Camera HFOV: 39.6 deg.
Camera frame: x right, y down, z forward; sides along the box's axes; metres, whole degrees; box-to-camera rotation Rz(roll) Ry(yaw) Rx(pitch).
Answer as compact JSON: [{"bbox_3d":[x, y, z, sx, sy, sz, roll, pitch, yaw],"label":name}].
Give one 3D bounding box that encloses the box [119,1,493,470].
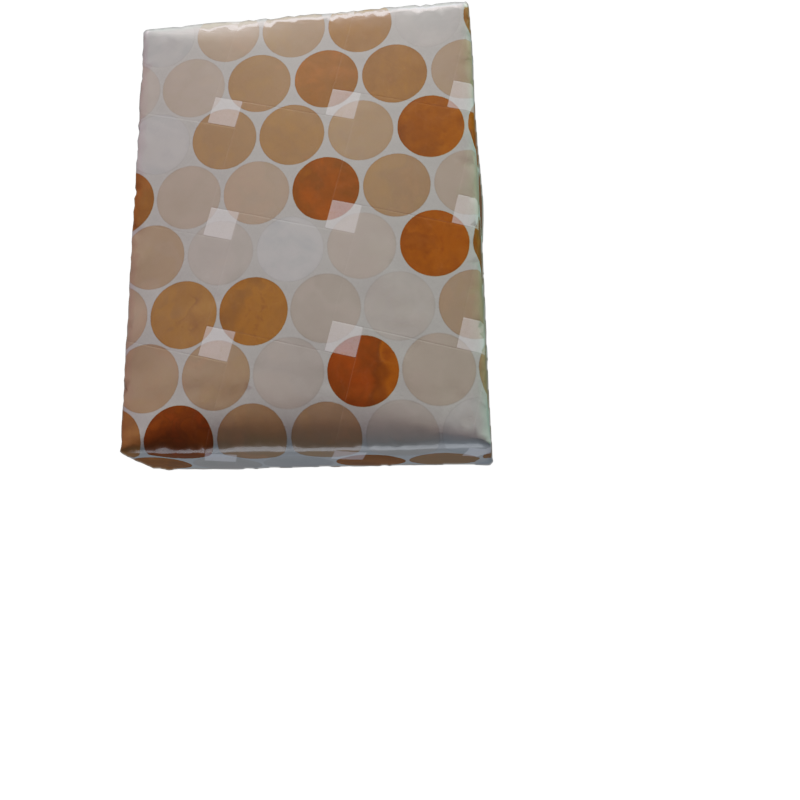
[{"bbox_3d":[-0.042,-0.077,0.536,0.166,0.223,0.068,-3,-18,8],"label":"box"}]
